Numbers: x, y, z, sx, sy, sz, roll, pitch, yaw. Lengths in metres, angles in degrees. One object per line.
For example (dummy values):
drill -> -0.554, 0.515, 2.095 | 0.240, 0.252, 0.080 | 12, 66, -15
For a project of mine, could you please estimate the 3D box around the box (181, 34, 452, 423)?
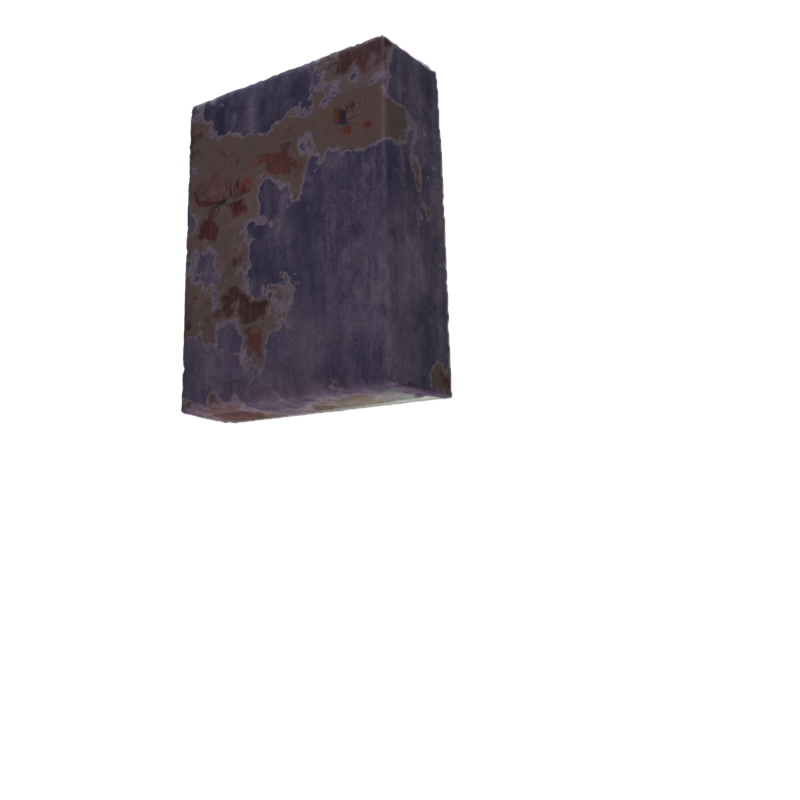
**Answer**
box -> -0.055, -0.100, 0.701 | 0.168, 0.223, 0.067 | -12, -20, 34
